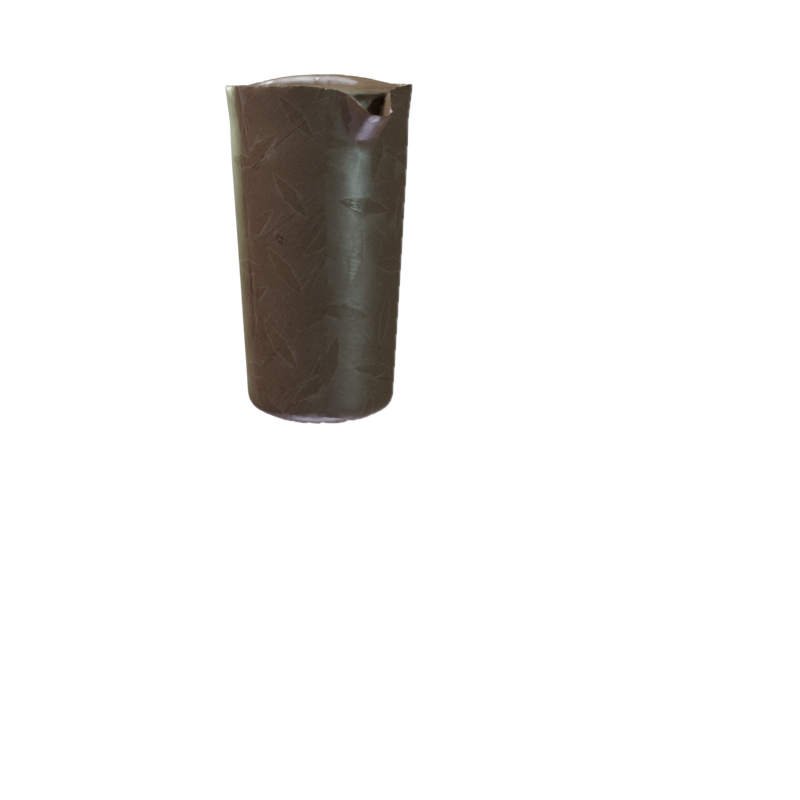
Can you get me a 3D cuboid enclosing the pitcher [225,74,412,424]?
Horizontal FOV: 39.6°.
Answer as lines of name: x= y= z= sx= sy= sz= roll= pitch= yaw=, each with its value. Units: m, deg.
pitcher: x=-0.064 y=-0.116 z=0.814 sx=0.148 sy=0.237 sz=0.150 roll=3 pitch=11 yaw=12
